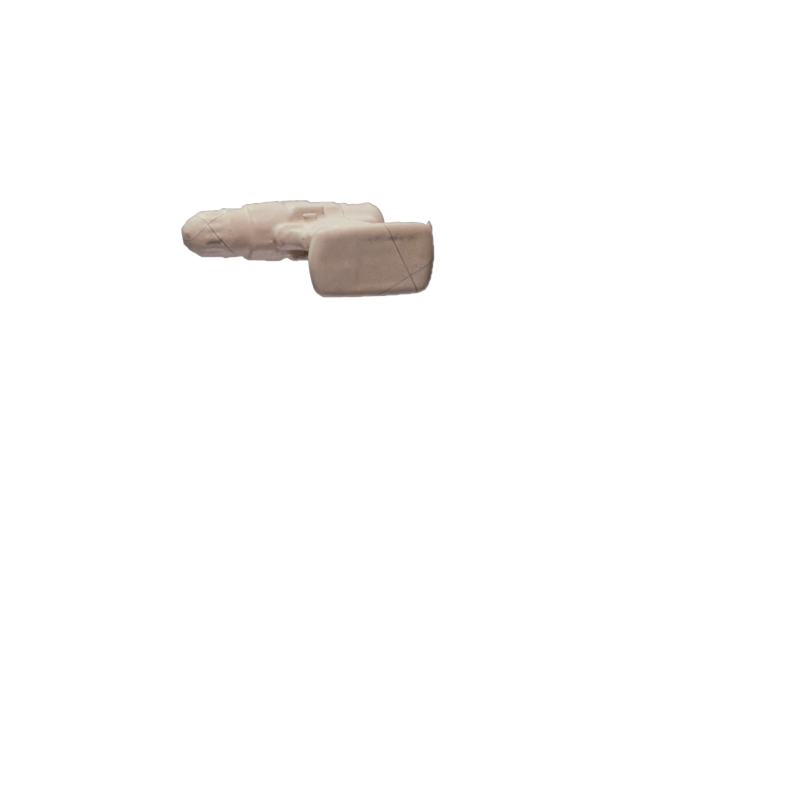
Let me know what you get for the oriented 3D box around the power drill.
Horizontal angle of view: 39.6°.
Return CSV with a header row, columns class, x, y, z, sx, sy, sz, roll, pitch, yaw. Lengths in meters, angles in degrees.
class,x,y,z,sx,sy,sz,roll,pitch,yaw
power drill,-0.071,-0.130,0.913,0.180,0.055,0.199,-8,20,-23
